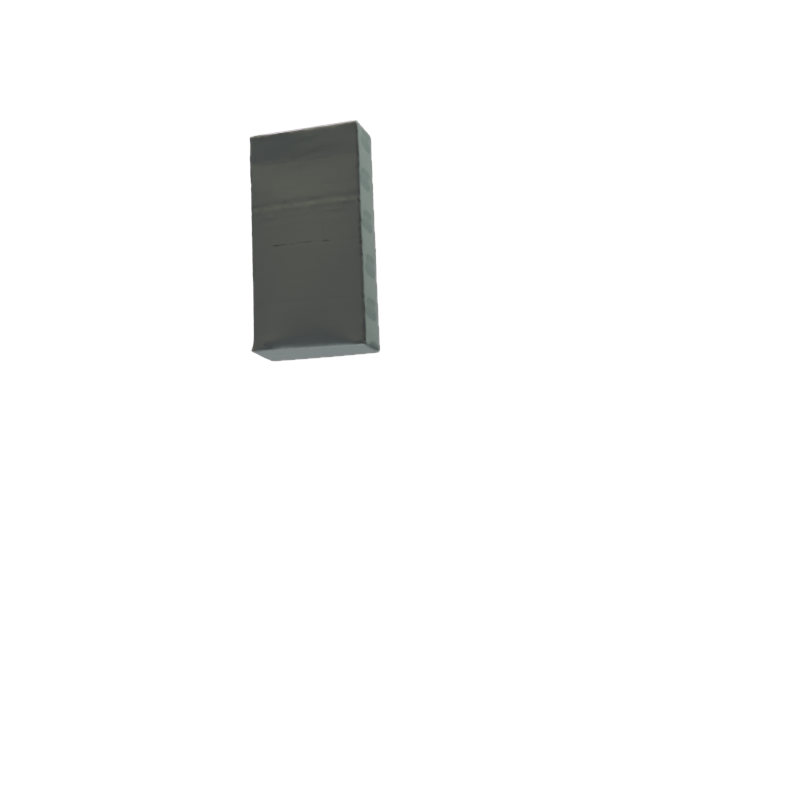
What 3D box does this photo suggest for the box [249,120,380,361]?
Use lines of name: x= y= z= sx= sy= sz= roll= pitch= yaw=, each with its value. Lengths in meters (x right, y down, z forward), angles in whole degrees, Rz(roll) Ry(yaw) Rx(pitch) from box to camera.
box: x=-0.067 y=-0.123 z=0.859 sx=0.095 sy=0.183 sz=0.045 roll=-6 pitch=-16 yaw=18
